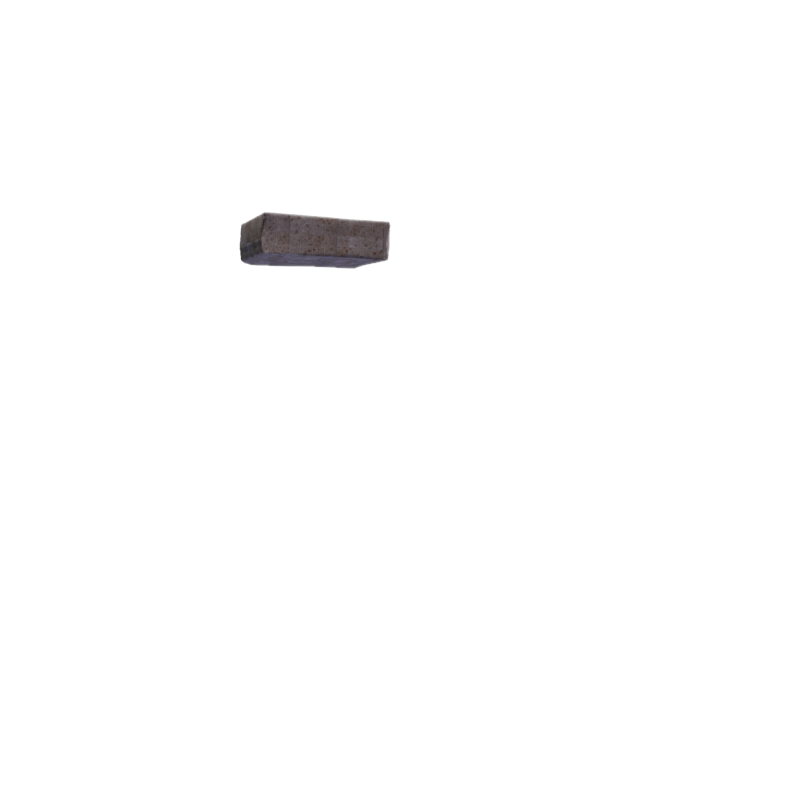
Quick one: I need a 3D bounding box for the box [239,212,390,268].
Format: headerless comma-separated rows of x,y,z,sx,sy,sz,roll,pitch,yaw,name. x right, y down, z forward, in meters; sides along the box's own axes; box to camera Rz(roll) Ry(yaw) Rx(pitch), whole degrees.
-0.075,-0.137,0.961,0.111,0.039,0.091,0,0,-18,box
